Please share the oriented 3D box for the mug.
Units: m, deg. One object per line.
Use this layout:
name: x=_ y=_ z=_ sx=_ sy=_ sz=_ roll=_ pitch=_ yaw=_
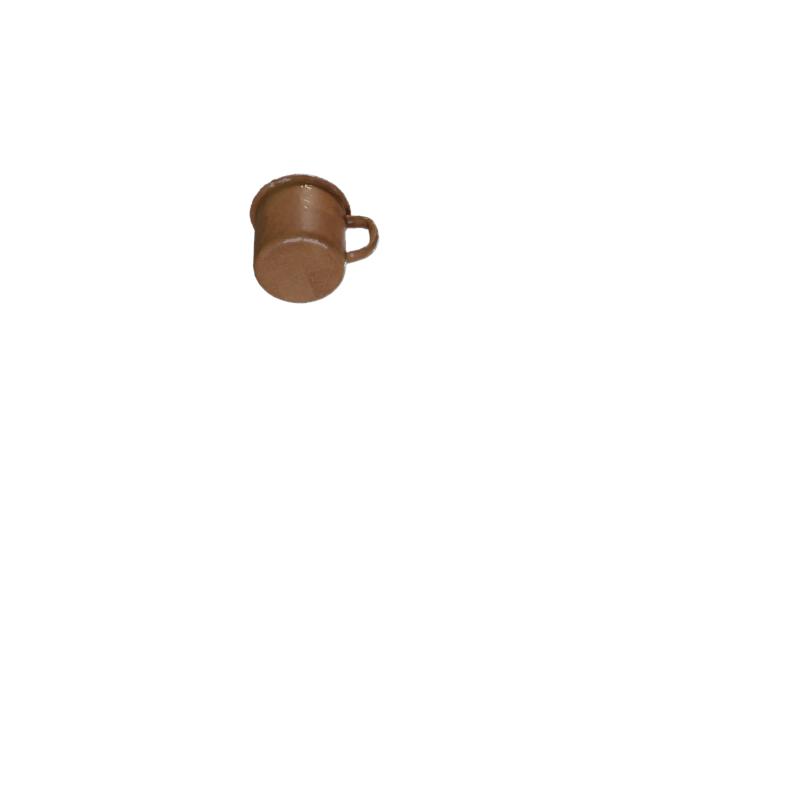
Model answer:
mug: x=-0.077 y=-0.141 z=0.988 sx=0.117 sy=0.087 sz=0.087 roll=-1 pitch=44 yaw=-1
